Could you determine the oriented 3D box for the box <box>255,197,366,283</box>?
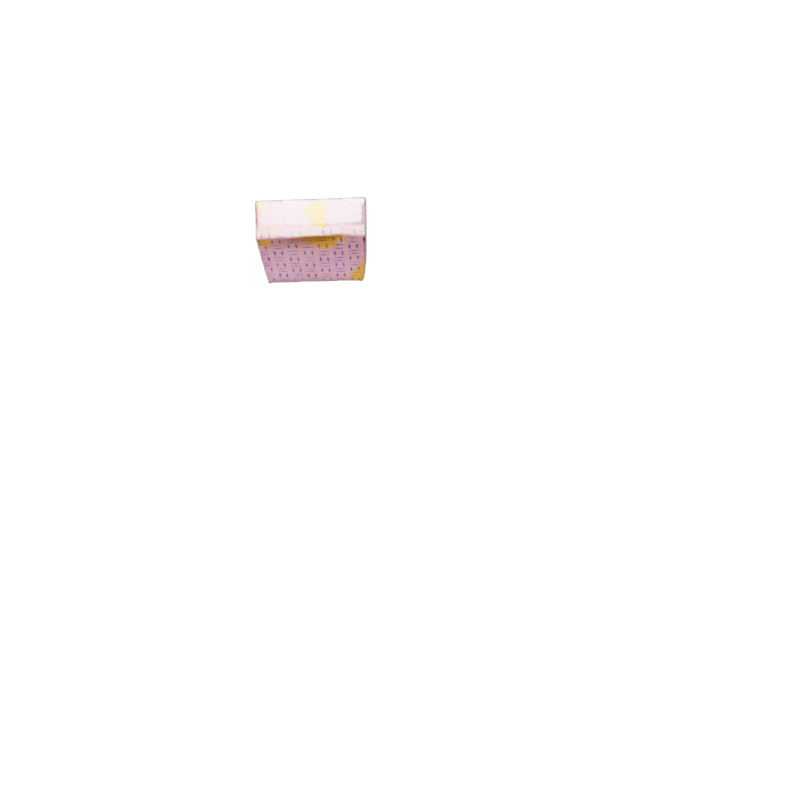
[{"bbox_3d":[-0.073,-0.133,0.934,0.090,0.041,0.108,0,-17,0],"label":"box"}]
